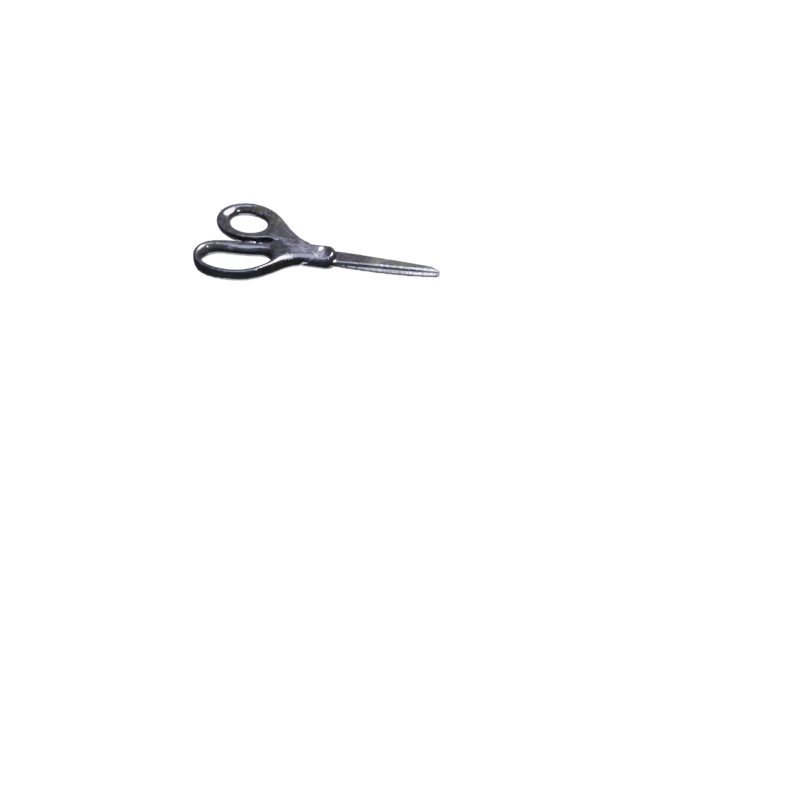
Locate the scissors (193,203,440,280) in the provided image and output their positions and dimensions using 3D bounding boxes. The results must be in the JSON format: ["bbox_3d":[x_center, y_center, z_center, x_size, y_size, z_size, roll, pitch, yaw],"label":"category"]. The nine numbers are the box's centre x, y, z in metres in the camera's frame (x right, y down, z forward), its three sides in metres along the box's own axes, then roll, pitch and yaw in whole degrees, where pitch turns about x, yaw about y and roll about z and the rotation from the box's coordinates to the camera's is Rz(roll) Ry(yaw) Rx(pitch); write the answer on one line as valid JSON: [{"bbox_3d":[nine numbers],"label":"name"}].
[{"bbox_3d":[-0.073,-0.134,0.936,0.201,0.104,0.015,-3,-43,-3],"label":"scissors"}]
